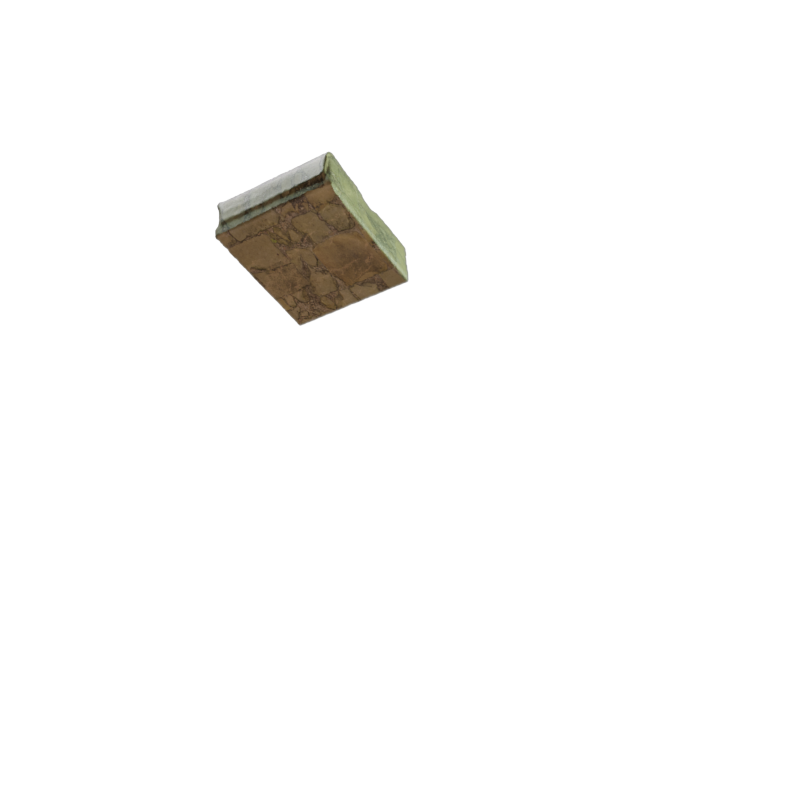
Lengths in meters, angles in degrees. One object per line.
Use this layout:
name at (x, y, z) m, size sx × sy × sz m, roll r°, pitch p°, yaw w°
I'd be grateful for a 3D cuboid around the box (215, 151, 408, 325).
box at (-0.048, -0.088, 0.615) m, size 0.073 × 0.032 × 0.083 m, roll -22°, pitch -47°, yaw 22°
